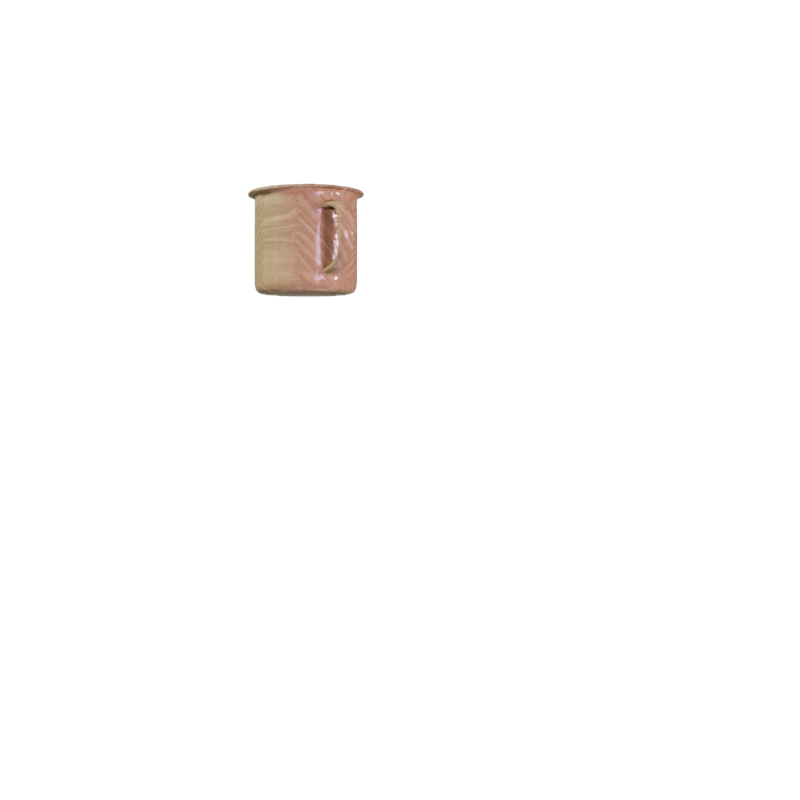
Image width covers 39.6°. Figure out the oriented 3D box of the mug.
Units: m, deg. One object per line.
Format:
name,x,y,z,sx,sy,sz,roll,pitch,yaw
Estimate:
mug,-0.068,-0.125,0.875,0.090,0.082,0.121,1,-2,-33
